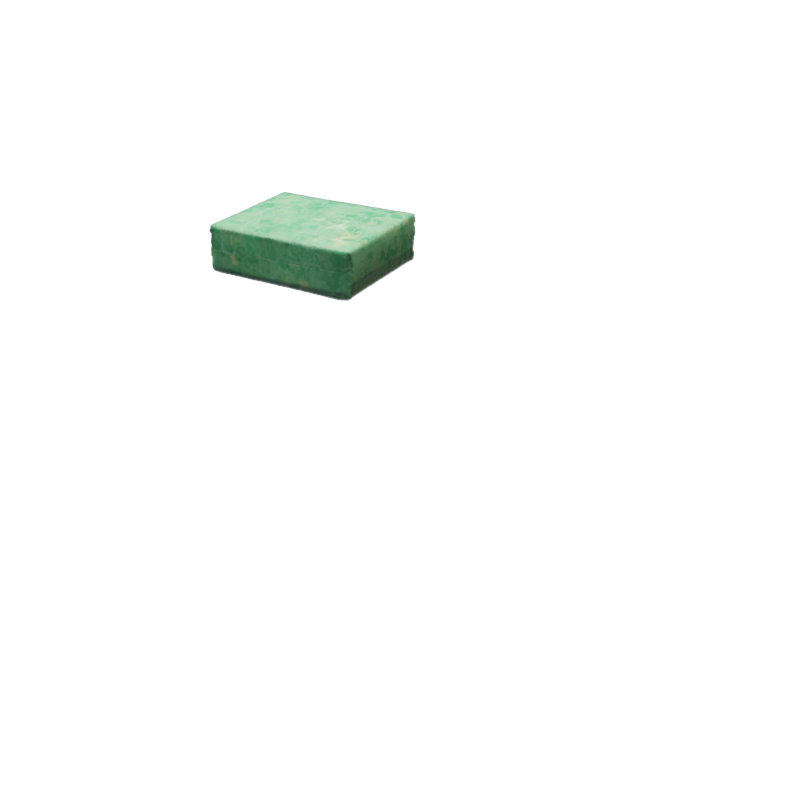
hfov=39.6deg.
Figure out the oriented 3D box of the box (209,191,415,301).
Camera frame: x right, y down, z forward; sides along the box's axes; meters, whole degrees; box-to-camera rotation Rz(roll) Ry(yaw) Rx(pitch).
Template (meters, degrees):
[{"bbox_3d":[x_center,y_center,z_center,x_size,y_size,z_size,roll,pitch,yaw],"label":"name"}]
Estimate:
[{"bbox_3d":[-0.059,-0.108,0.758,0.119,0.037,0.090,16,31,27],"label":"box"}]
